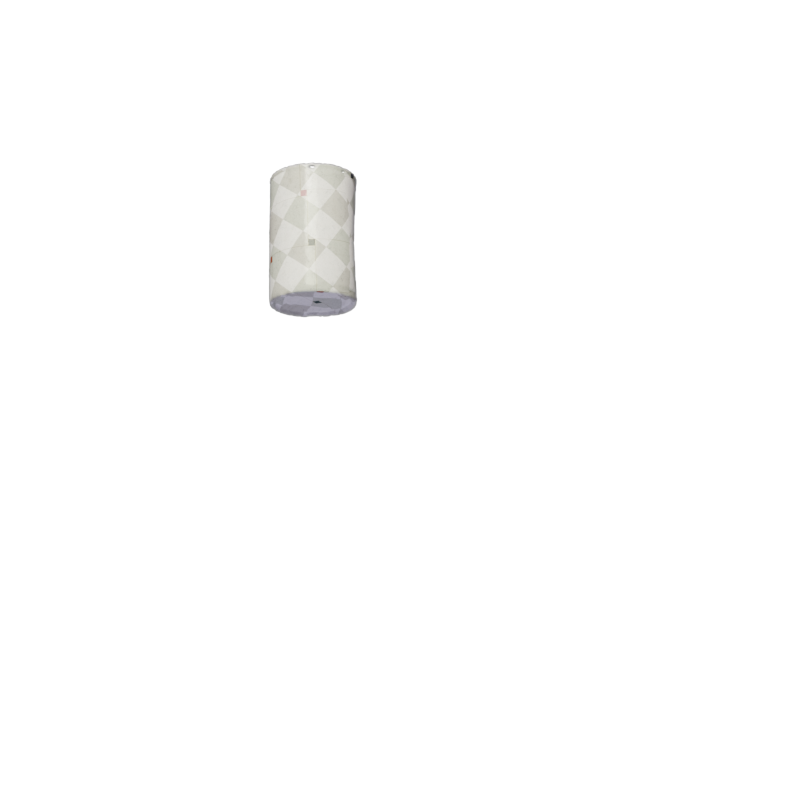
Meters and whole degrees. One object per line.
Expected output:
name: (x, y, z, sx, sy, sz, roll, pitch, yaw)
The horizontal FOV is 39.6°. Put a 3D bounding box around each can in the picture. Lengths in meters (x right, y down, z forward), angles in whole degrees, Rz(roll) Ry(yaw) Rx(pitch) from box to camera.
can: (-0.066, -0.121, 0.846, 0.068, 0.107, 0.066, 0, -18, -2)
